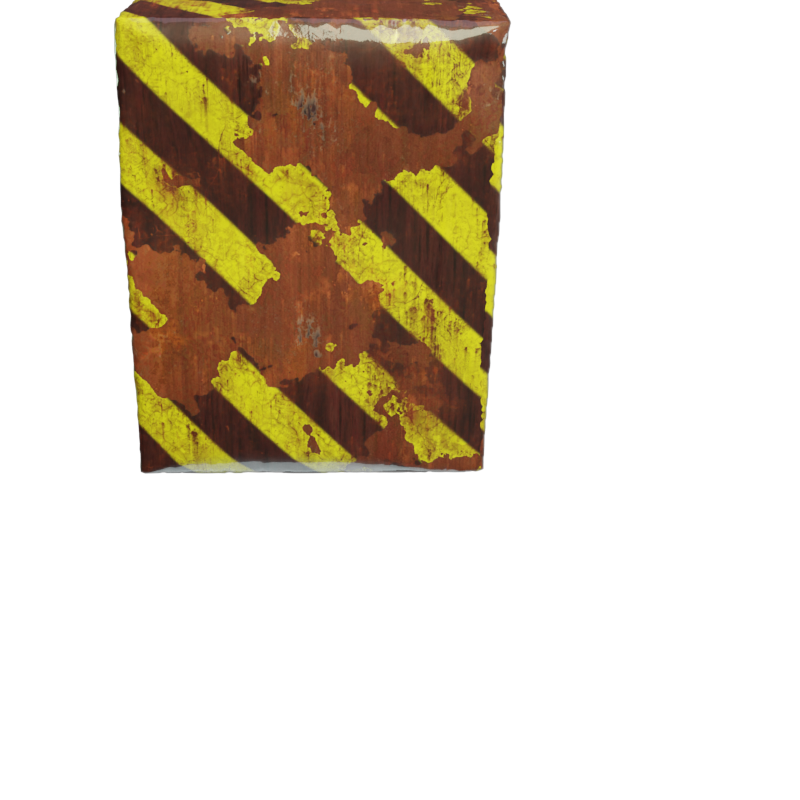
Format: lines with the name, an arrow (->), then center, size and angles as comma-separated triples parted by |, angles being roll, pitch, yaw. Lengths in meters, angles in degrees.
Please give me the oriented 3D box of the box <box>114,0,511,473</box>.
box -> -0.039, -0.072, 0.504 | 0.164, 0.204, 0.075 | 1, 23, 0
